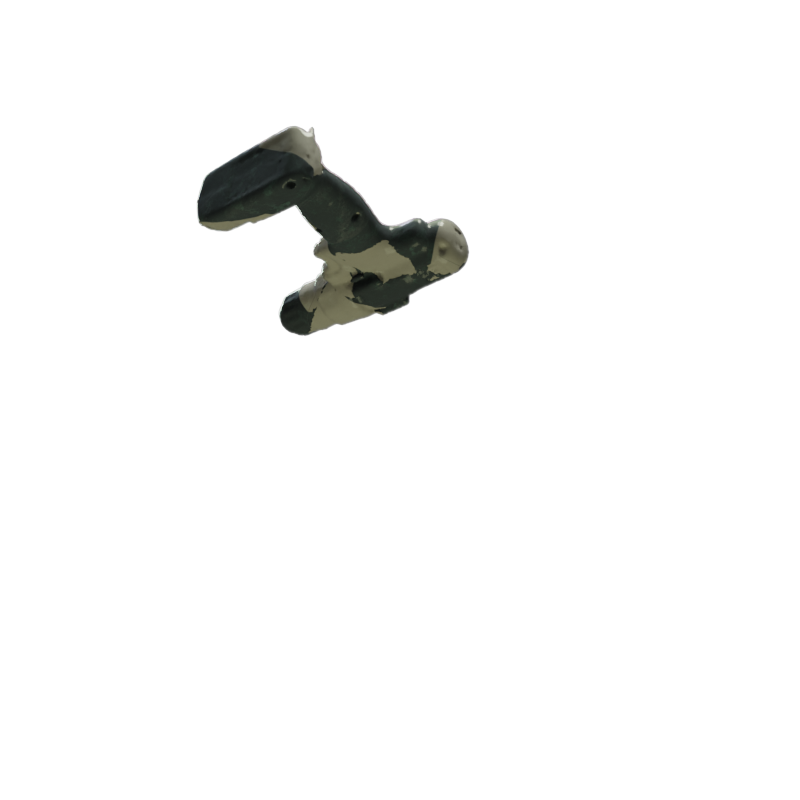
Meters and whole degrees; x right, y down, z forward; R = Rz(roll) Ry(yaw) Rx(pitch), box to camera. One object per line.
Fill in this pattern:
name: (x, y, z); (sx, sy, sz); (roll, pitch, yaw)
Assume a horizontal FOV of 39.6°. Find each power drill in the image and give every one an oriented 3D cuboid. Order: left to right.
power drill: (-0.068, -0.124, 0.869); (0.185, 0.061, 0.175); (-24, -39, 32)
